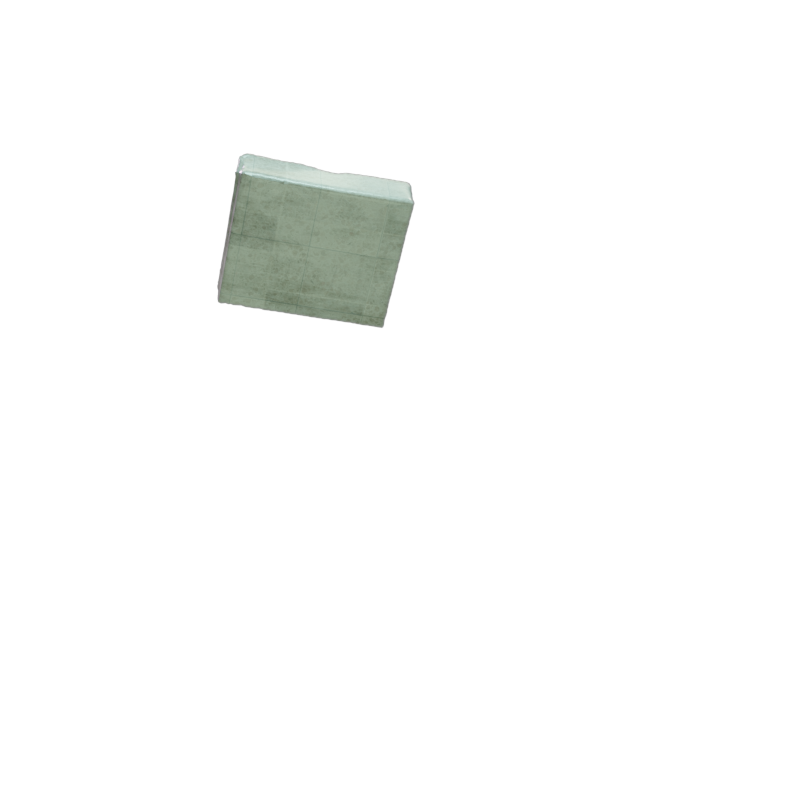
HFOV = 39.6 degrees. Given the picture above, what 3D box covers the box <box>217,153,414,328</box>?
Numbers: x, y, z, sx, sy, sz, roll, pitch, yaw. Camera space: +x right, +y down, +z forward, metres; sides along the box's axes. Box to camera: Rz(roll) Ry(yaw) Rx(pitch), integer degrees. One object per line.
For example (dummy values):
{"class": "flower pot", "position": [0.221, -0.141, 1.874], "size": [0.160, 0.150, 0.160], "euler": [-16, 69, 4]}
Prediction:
{"class": "box", "position": [-0.044, -0.080, 0.563], "size": [0.088, 0.070, 0.032], "euler": [10, 27, -6]}
